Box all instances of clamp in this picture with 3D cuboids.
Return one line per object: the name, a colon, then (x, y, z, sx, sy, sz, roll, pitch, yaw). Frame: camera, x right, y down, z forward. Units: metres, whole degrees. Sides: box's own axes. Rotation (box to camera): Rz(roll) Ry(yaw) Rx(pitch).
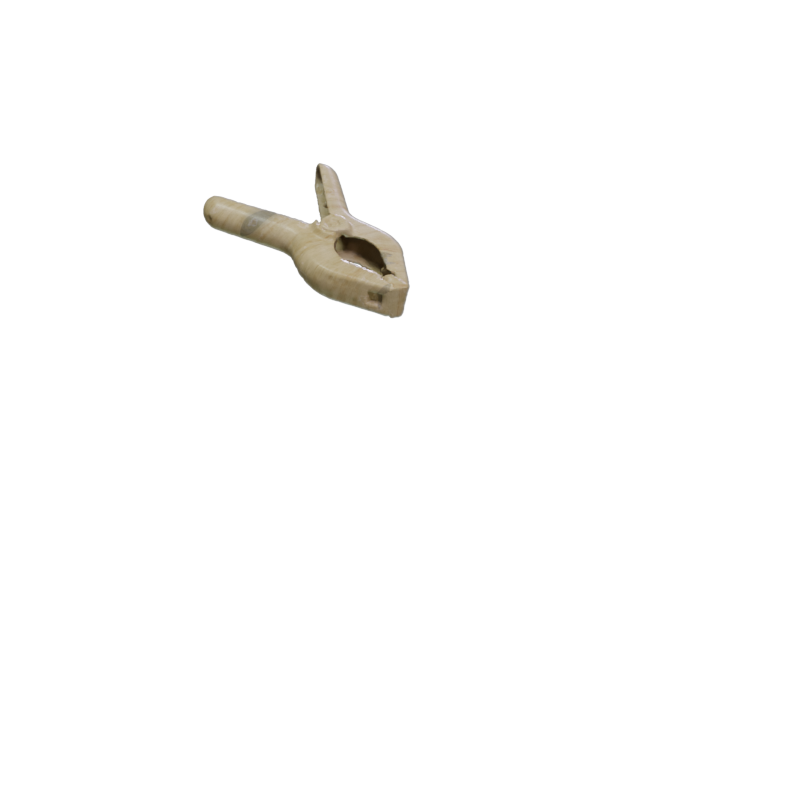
clamp: (-0.064, -0.116, 0.812, 0.119, 0.037, 0.185, -21, 45, -23)
